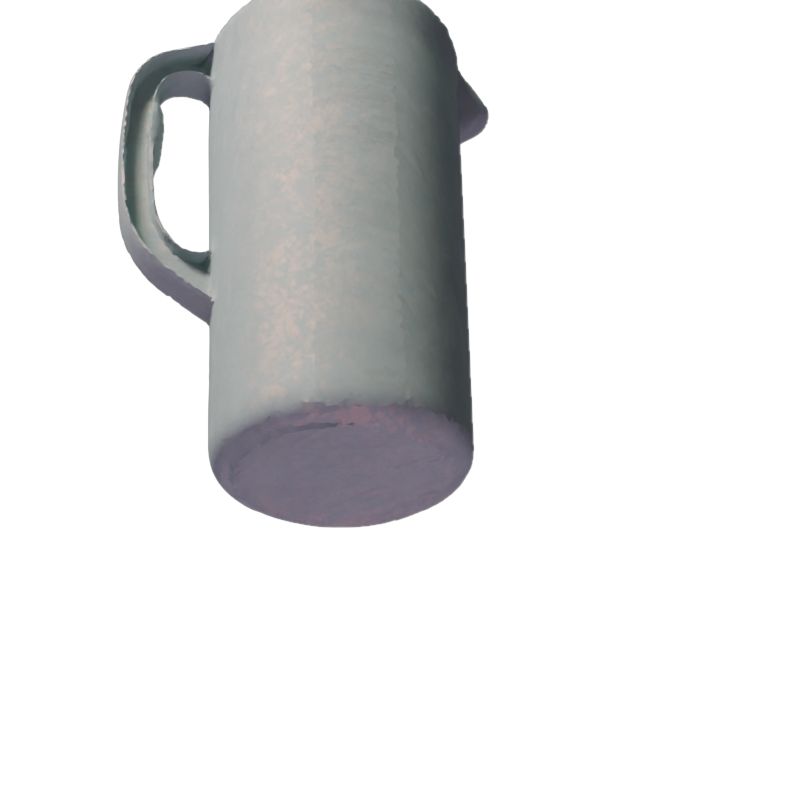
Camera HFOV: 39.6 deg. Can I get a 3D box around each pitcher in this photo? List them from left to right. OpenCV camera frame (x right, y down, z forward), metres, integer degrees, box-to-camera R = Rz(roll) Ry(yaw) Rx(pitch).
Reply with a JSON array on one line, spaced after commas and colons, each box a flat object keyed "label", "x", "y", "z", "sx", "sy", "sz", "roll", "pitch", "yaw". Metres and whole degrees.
[{"label": "pitcher", "x": -0.040, "y": -0.074, "z": 0.517, "sx": 0.150, "sy": 0.260, "sz": 0.134, "roll": -20, "pitch": -39, "yaw": 23}]
